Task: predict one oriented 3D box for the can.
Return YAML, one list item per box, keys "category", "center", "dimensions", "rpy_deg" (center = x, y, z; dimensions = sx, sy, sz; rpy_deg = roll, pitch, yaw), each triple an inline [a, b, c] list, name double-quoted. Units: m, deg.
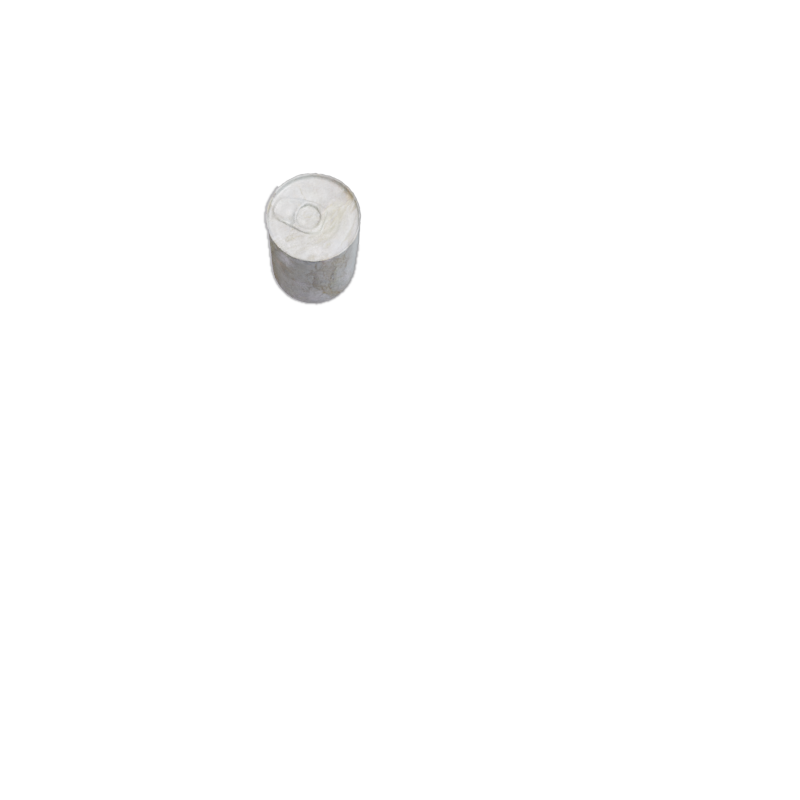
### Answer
- category: "can"
  center: [-0.065, -0.119, 0.832]
  dimensions: [0.068, 0.072, 0.098]
  rpy_deg: [0, -16, -3]
